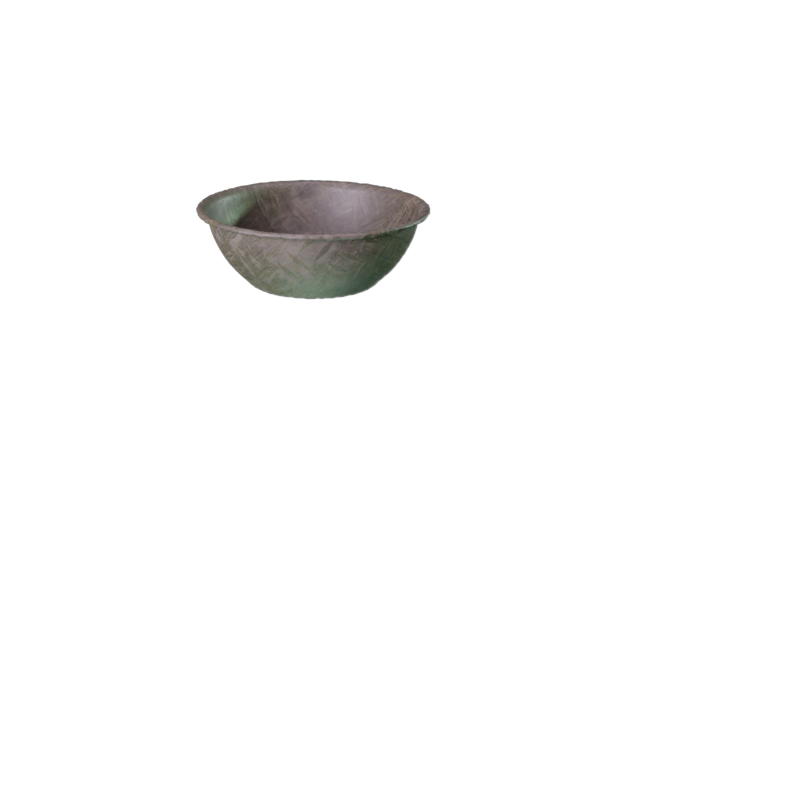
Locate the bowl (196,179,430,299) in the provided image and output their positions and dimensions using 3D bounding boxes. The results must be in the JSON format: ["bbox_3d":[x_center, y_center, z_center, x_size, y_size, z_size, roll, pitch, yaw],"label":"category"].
[{"bbox_3d":[-0.061,-0.111,0.774,0.162,0.053,0.170,-1,23,-2],"label":"bowl"}]
